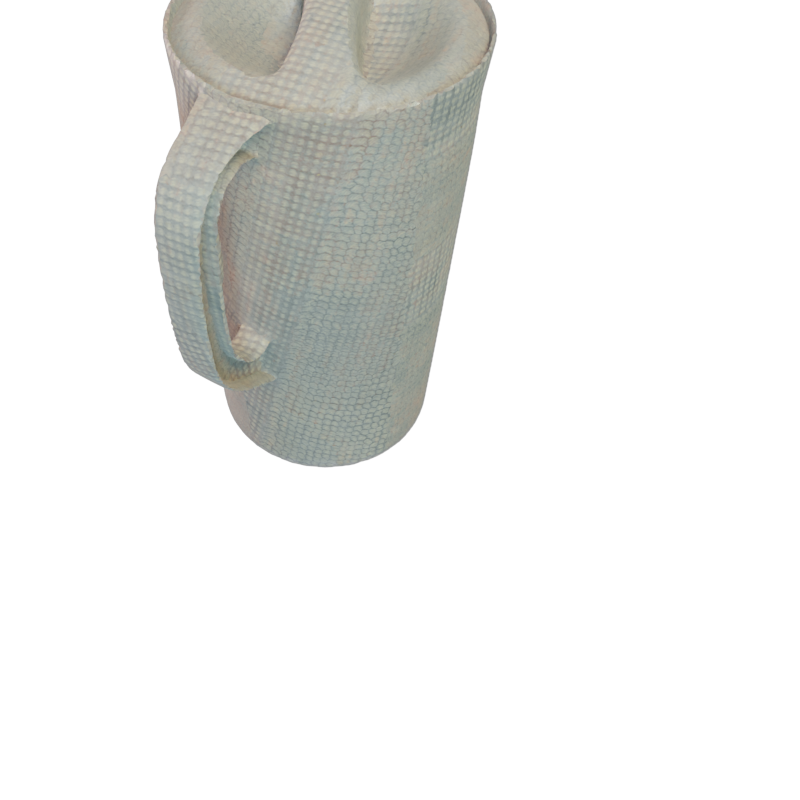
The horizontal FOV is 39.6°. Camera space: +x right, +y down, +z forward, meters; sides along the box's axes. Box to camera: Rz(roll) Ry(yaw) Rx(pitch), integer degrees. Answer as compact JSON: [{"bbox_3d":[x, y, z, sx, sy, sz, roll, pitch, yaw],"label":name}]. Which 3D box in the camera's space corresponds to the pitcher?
[{"bbox_3d":[-0.040,-0.073,0.514,0.148,0.157,0.226,-10,-42,-12],"label":"pitcher"}]
